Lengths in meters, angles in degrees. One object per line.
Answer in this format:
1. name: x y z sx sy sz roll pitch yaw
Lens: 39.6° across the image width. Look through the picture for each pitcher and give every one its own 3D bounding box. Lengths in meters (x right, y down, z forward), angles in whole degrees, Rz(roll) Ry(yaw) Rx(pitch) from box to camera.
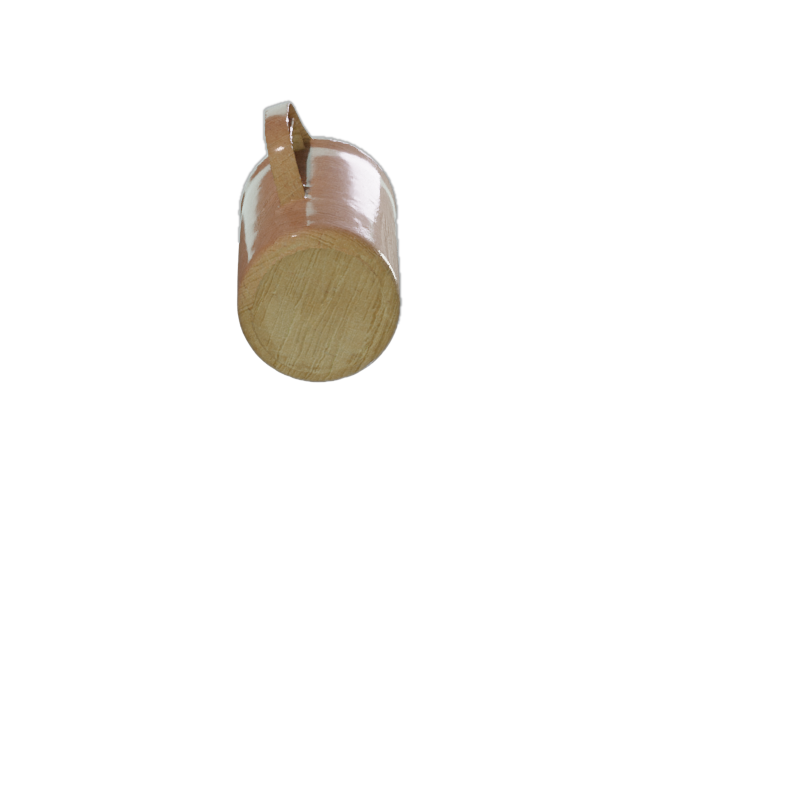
1. pitcher: -0.065 -0.118 0.828 0.146 0.142 0.255 26 18 -13
